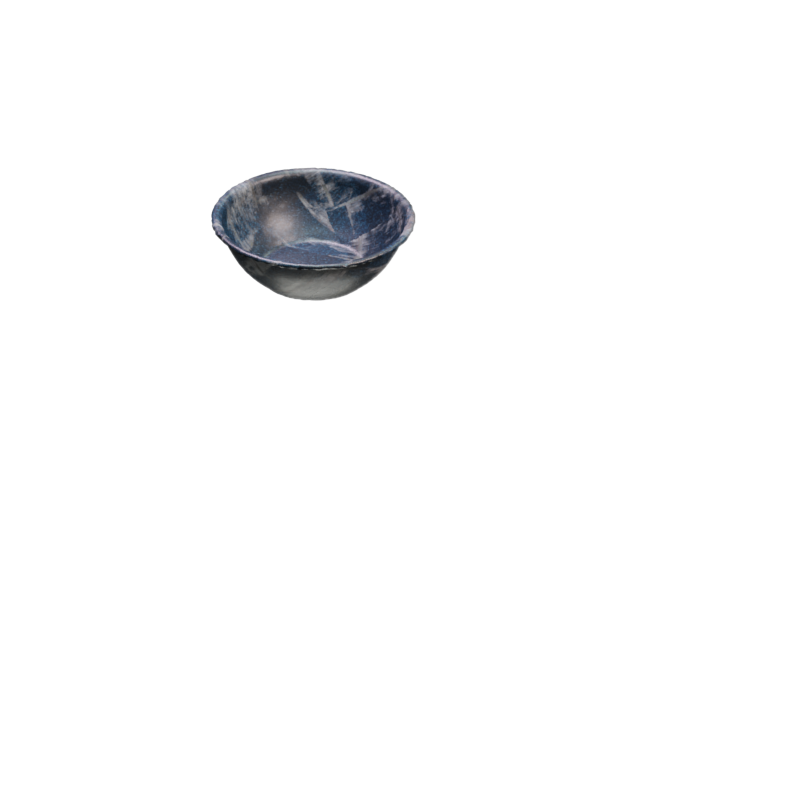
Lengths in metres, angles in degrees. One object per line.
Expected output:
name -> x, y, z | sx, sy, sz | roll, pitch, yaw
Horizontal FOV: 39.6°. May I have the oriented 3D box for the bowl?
bowl -> -0.070, -0.127, 0.891 | 0.162, 0.051, 0.173 | -1, 36, -2
